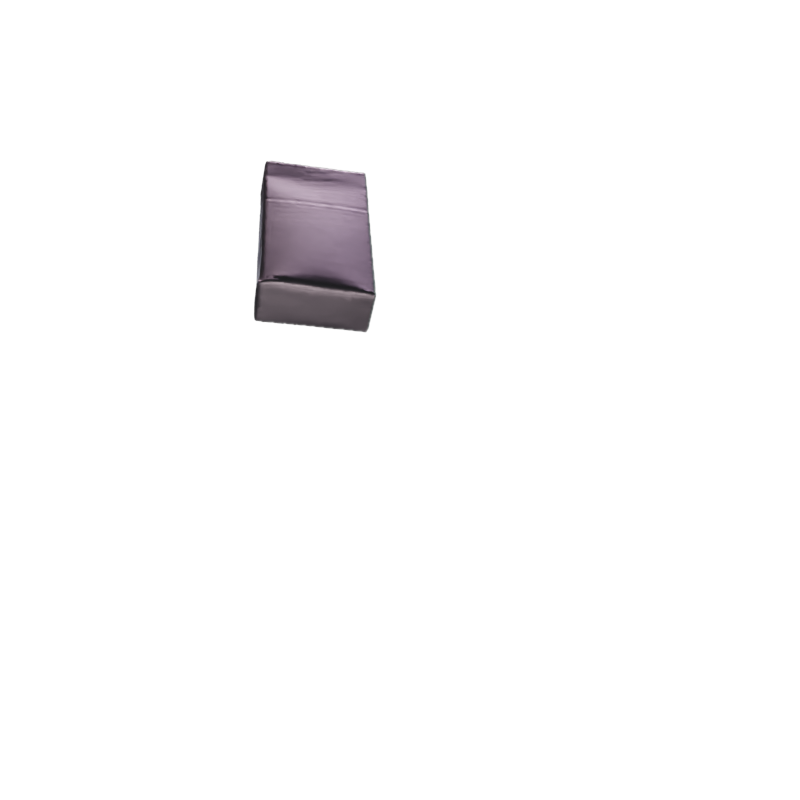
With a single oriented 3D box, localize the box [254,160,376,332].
[{"bbox_3d":[-0.072,-0.132,0.924,0.092,0.045,0.189,5,38,-8],"label":"box"}]
